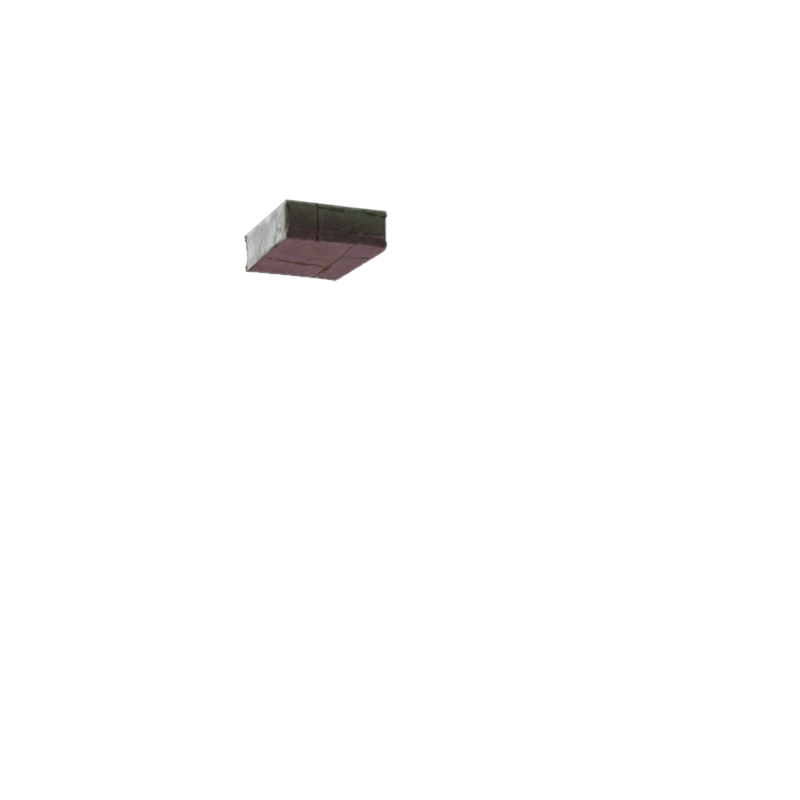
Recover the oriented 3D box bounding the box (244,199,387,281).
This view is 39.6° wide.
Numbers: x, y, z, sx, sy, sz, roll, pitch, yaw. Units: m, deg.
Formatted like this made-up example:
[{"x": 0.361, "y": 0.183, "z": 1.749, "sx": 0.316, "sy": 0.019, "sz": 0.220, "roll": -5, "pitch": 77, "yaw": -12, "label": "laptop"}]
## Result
[{"x": -0.073, "y": -0.134, "z": 0.940, "sx": 0.087, "sy": 0.040, "sz": 0.113, "roll": 5, "pitch": -13, "yaw": -23, "label": "box"}]
